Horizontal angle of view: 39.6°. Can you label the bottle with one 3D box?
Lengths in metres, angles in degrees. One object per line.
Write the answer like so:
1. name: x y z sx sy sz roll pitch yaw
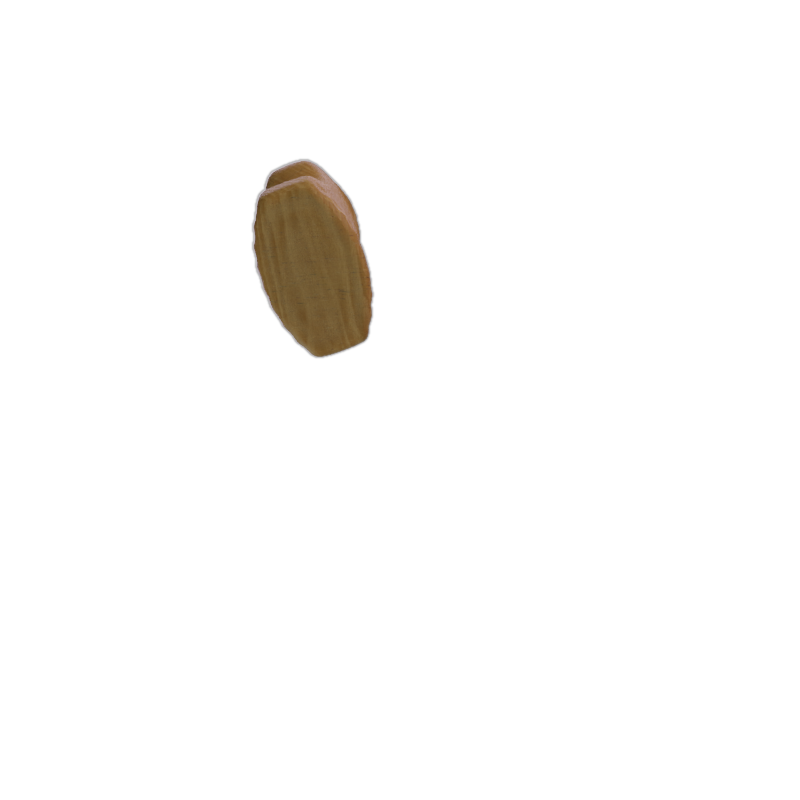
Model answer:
1. bottle: -0.053 -0.097 0.680 0.058 0.093 0.198 -21 17 3
